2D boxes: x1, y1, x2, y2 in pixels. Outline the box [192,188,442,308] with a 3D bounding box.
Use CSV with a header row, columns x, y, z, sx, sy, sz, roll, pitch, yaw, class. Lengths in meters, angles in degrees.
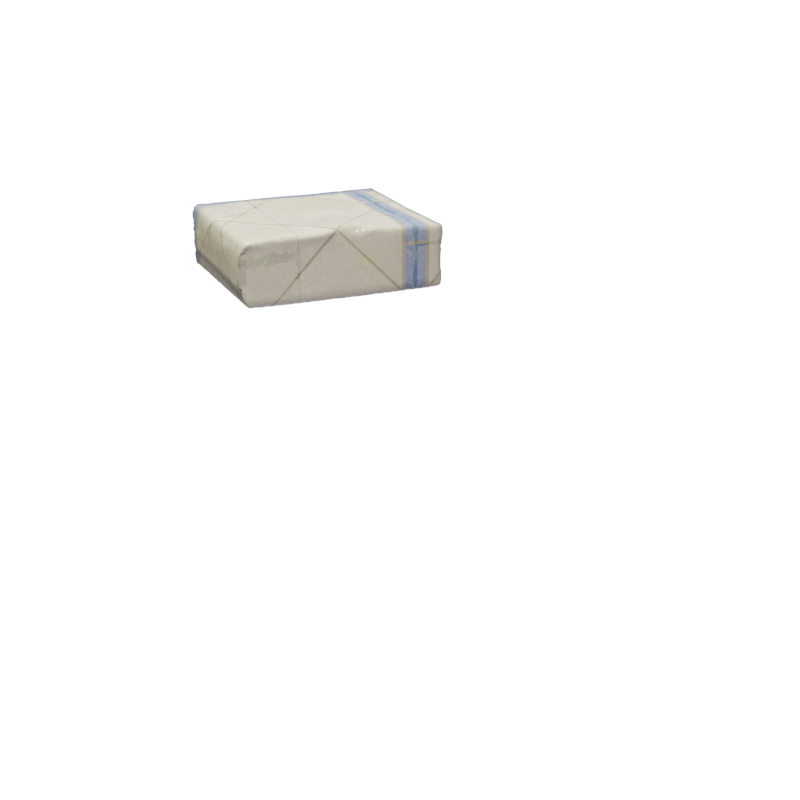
x,y,z,sx,sy,sz,roll,pitch,yaw,class
-0.037,-0.068,0.476,0.087,0.029,0.078,-9,23,-21,box
